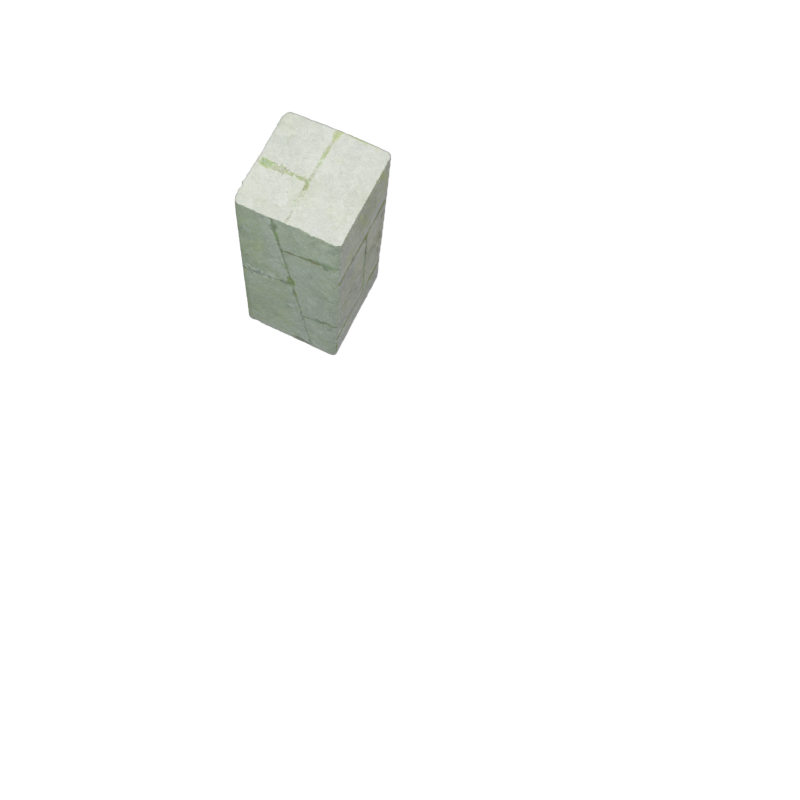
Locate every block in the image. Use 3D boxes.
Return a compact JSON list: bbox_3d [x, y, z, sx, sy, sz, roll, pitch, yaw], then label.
[{"bbox_3d":[-0.071,-0.129,0.899,0.092,0.094,0.196,25,-21,6],"label":"block"}]
